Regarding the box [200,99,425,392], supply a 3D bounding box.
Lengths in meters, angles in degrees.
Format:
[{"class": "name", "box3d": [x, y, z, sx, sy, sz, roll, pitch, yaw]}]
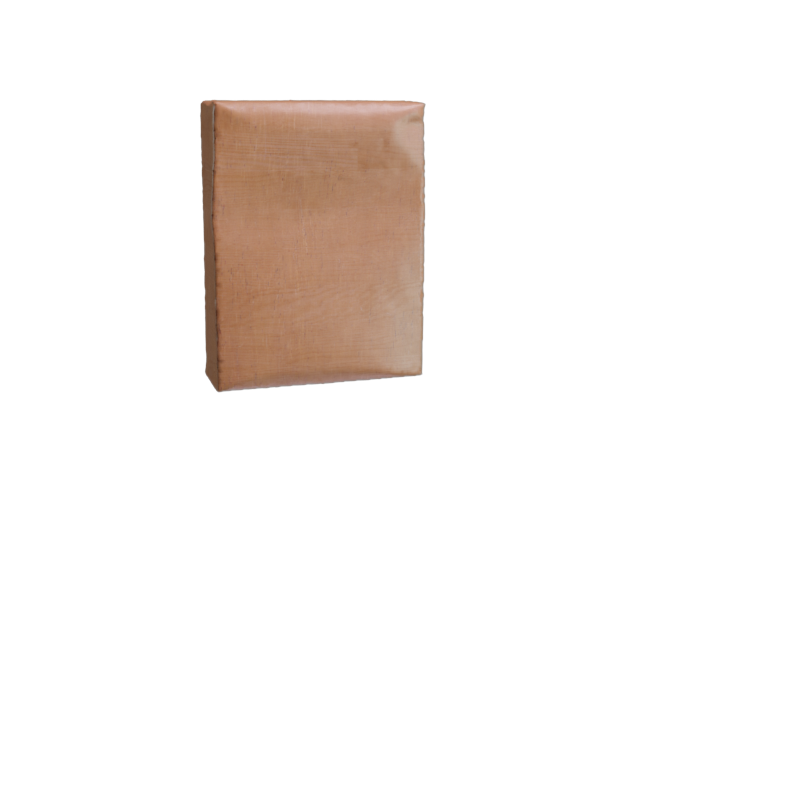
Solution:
[{"class": "box", "box3d": [-0.066, -0.120, 0.843, 0.161, 0.210, 0.075, -2, 9, -15]}]
